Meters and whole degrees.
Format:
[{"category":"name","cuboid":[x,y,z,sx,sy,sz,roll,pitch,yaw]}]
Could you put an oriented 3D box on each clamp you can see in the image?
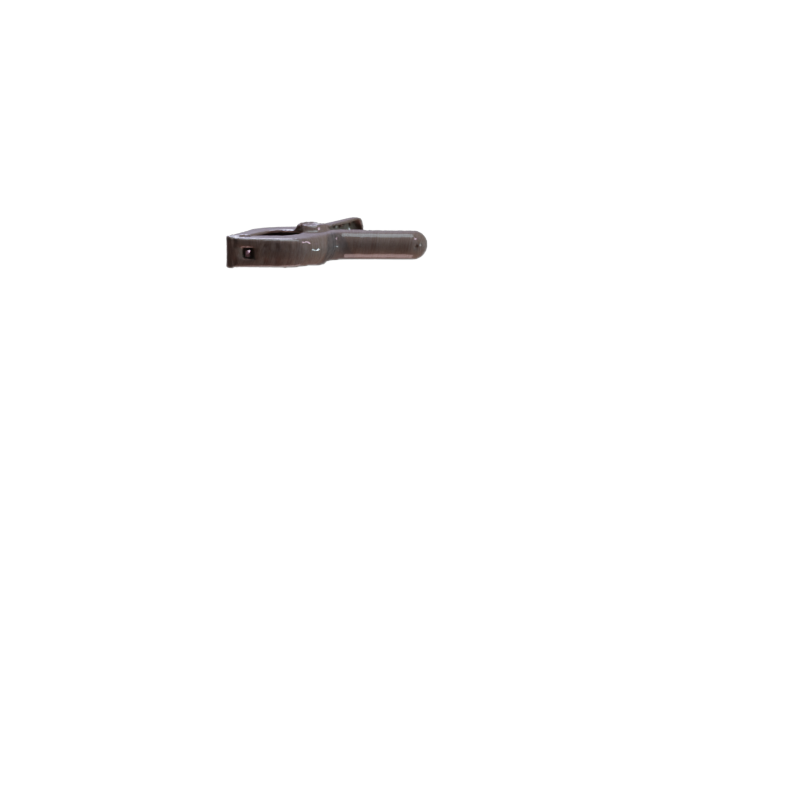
[{"category":"clamp","cuboid":[-0.076,-0.139,0.973,0.167,0.039,0.125,-4,11,-21]}]
